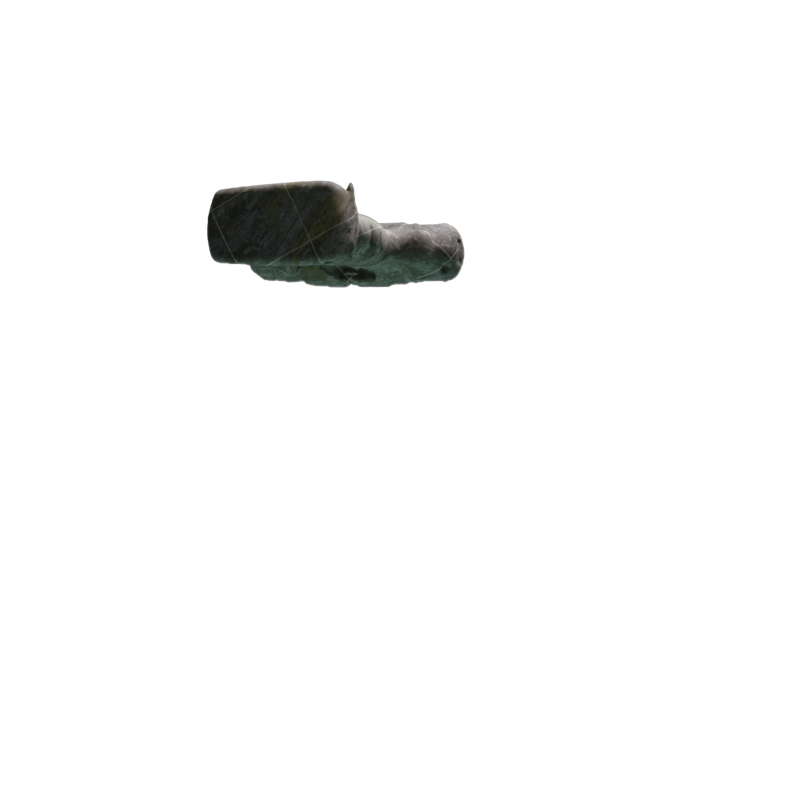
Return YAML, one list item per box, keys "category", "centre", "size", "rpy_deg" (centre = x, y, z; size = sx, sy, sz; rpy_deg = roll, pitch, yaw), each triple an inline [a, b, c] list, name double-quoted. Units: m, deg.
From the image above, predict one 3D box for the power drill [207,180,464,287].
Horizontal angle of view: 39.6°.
- category: "power drill"
  centre: [-0.065, -0.118, 0.827]
  size: [0.190, 0.058, 0.181]
  rpy_deg: [0, 0, 24]
